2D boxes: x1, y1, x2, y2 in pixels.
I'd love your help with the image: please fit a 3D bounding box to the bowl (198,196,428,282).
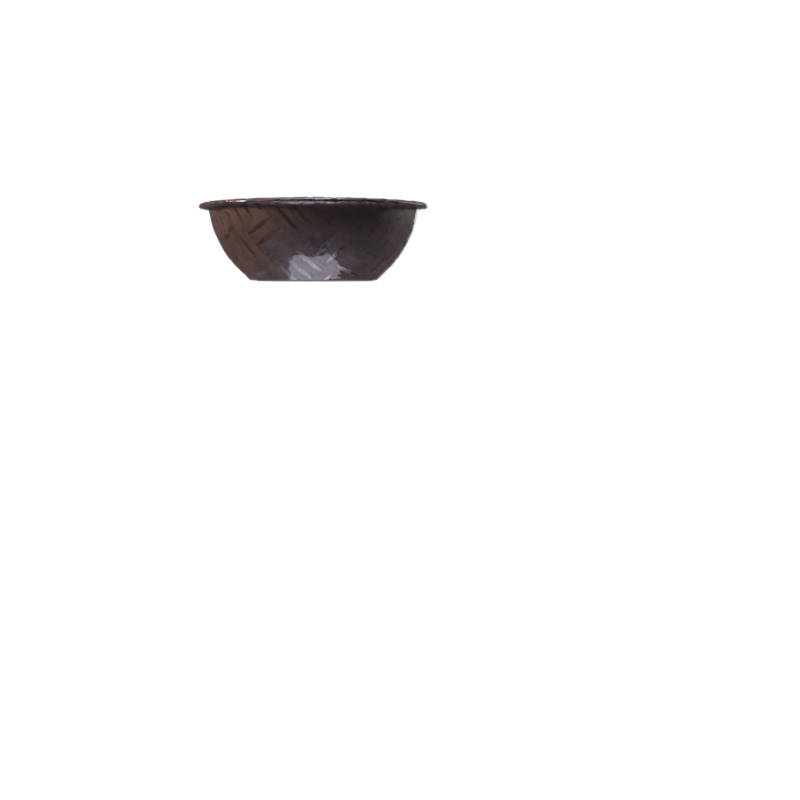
[{"bbox_3d":[-0.061,-0.112,0.784,0.162,0.055,0.164,0,6,-2],"label":"bowl"}]
